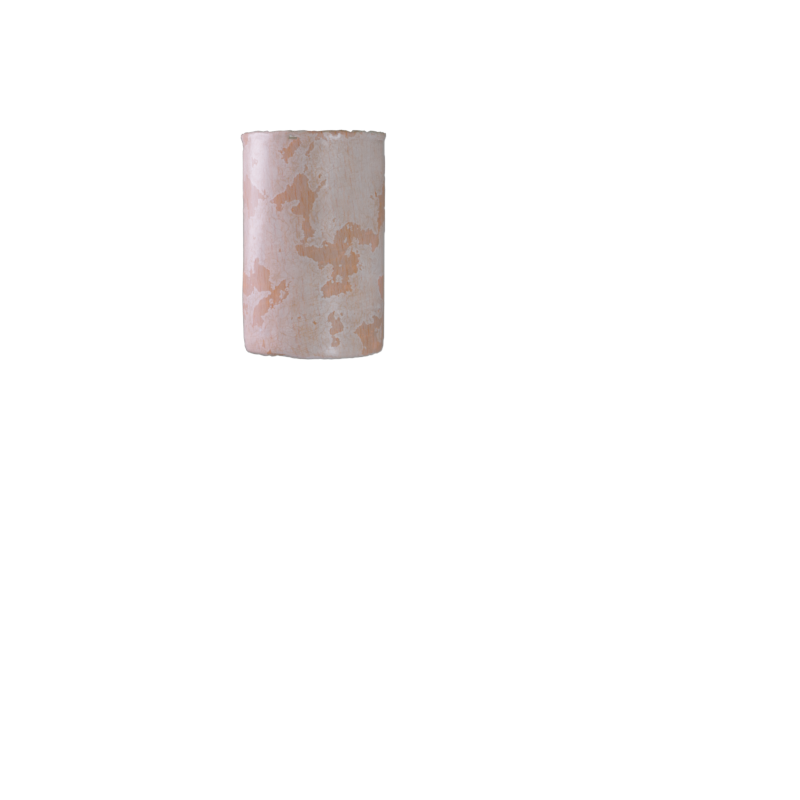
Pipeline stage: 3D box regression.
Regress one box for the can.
[{"bbox_3d":[-0.041,-0.074,0.520,0.068,0.101,0.069,0,5,-2],"label":"can"}]
